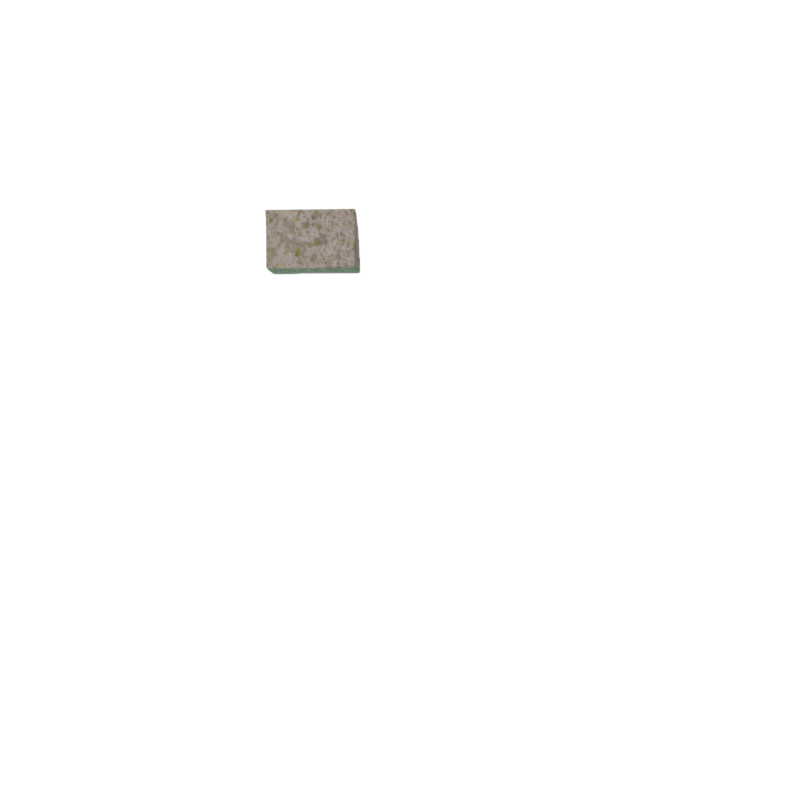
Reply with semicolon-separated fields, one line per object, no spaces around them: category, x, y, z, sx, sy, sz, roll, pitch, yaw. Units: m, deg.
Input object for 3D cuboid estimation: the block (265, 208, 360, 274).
block;-0.074;-0.136;0.950;0.078;0.052;0.052;0;-3;3
